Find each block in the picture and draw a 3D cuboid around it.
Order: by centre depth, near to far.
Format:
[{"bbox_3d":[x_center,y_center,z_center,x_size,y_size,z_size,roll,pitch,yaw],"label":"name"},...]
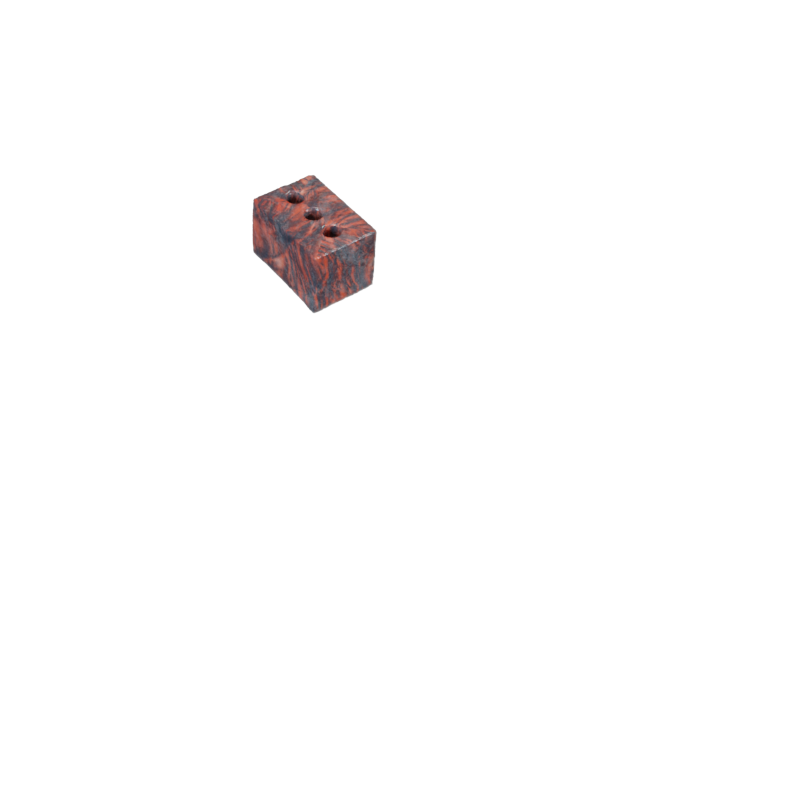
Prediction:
[{"bbox_3d":[-0.060,-0.109,0.763,0.052,0.048,0.084,-27,51,-26],"label":"block"}]
